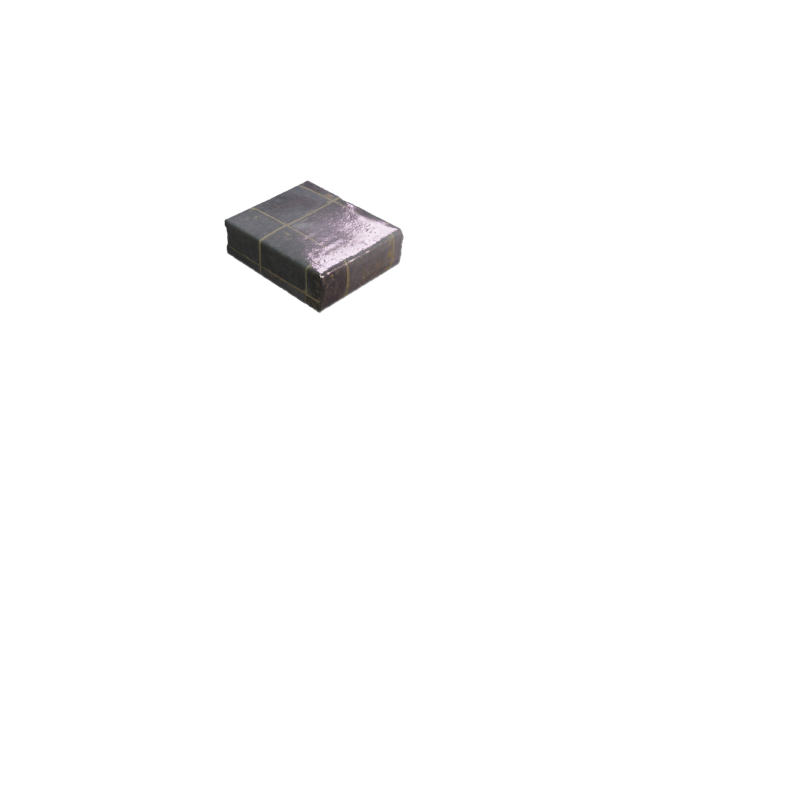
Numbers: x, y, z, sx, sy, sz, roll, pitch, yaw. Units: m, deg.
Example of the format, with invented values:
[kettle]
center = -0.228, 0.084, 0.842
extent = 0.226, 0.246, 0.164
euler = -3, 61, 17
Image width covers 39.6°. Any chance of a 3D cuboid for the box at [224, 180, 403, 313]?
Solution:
[box]
center = -0.055, -0.100, 0.699
extent = 0.095, 0.028, 0.073
euler = 32, 48, 33
